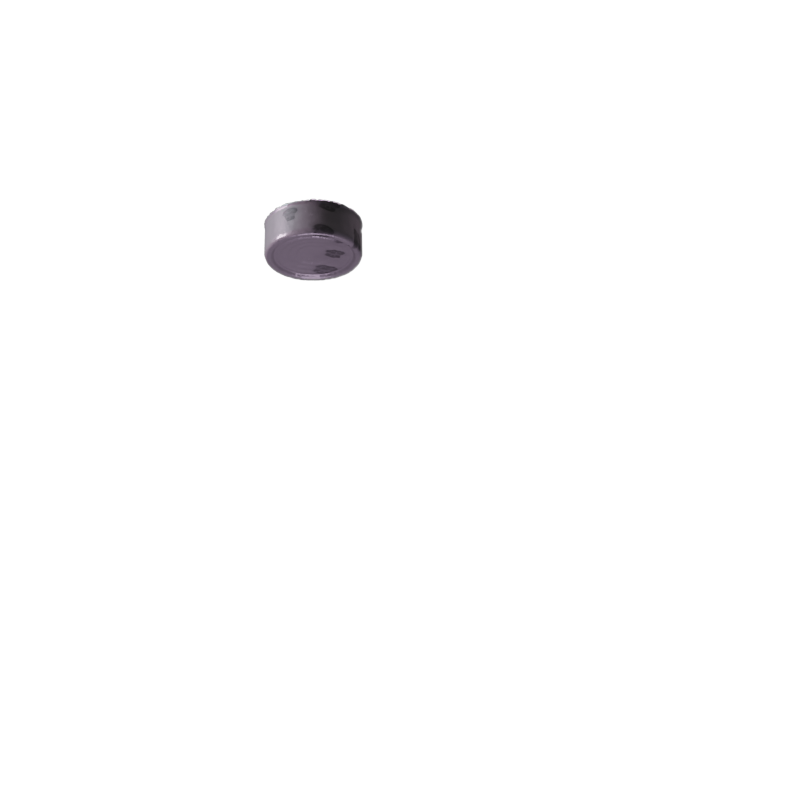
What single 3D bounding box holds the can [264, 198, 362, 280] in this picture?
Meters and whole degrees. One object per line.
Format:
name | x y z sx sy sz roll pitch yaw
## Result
can | -0.075 -0.137 0.958 0.086 0.036 0.081 1 -25 -2
